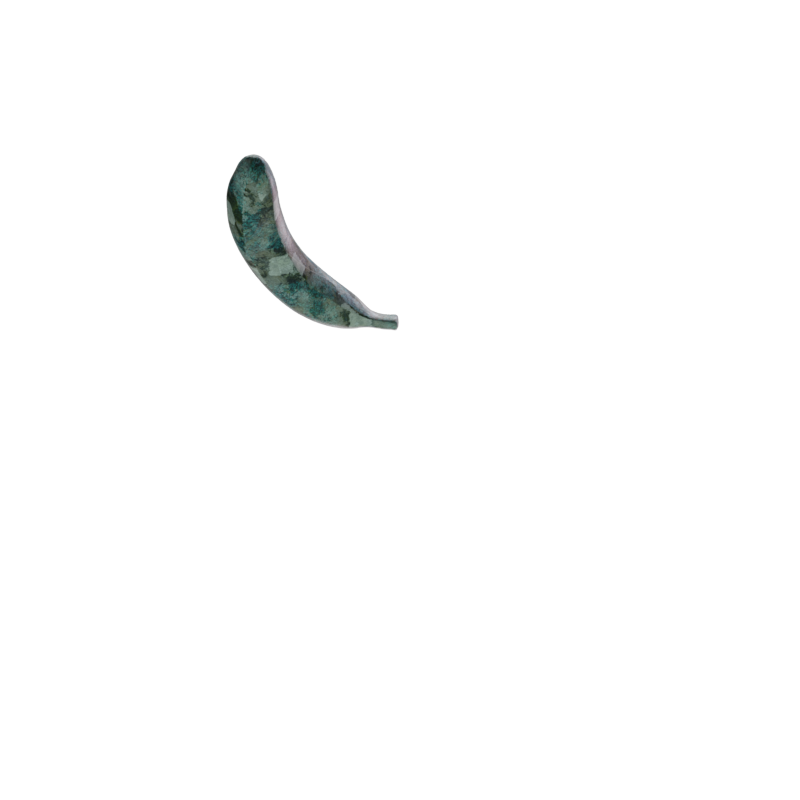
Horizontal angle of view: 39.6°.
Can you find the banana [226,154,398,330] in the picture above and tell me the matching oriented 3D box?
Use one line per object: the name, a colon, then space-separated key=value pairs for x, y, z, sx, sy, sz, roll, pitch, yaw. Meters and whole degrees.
banana: x=-0.074 y=-0.102 z=0.770 sx=0.070 sy=0.039 sz=0.183 roll=-19 pitch=-39 yaw=23
